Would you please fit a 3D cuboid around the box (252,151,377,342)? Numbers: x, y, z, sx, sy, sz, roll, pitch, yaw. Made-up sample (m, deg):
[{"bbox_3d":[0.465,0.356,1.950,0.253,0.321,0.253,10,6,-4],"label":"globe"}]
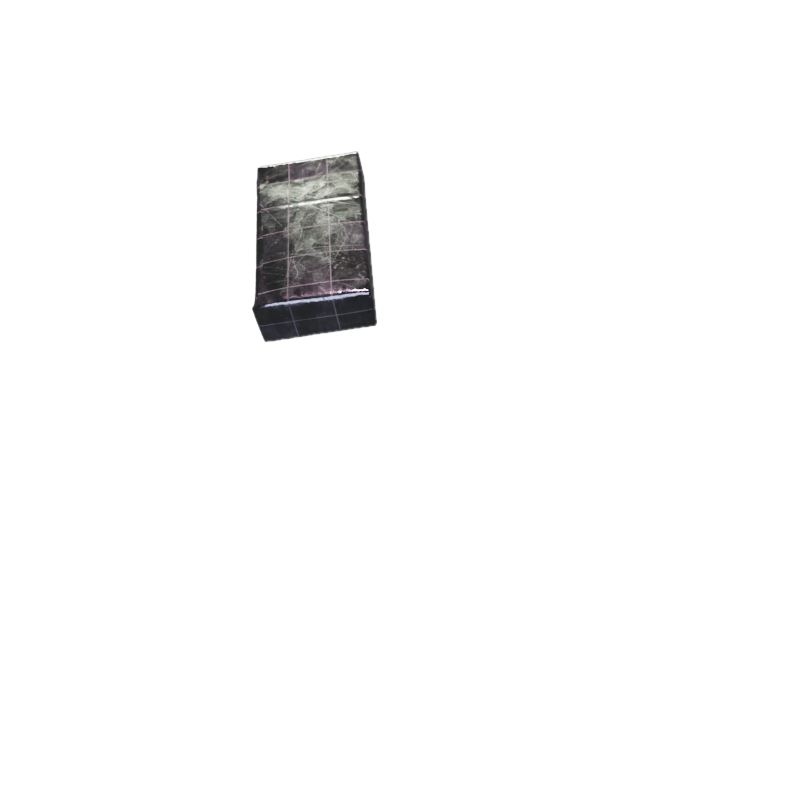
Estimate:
[{"bbox_3d":[-0.071,-0.130,0.915,0.094,0.044,0.189,-9,44,5],"label":"box"}]
